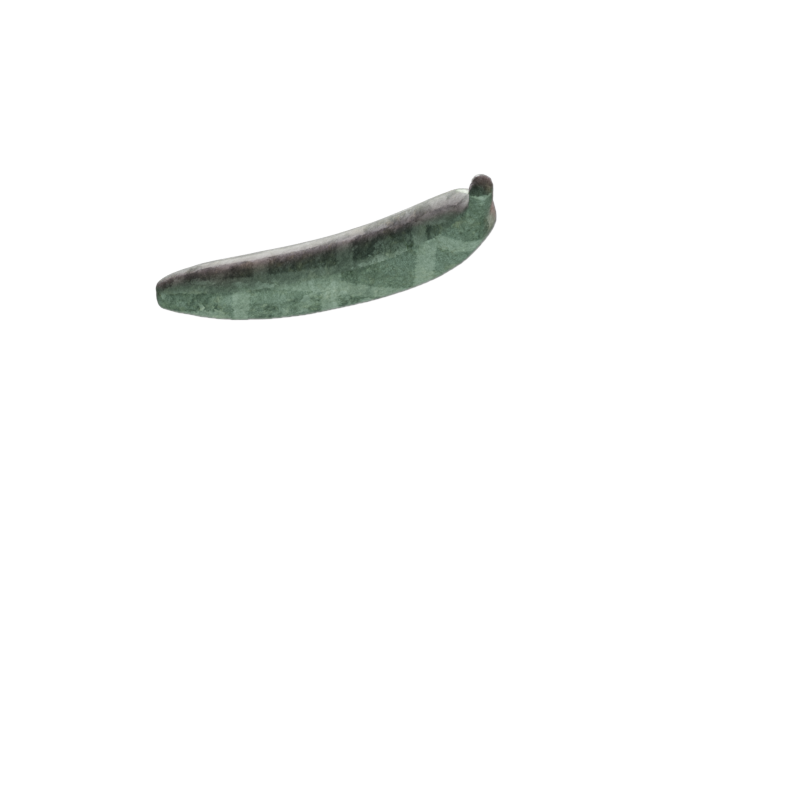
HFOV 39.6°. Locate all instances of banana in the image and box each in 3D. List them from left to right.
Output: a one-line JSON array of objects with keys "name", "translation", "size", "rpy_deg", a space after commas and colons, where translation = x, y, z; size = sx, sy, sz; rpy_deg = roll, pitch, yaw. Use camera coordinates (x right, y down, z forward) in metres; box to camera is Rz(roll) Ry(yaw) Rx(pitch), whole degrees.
[{"name": "banana", "translation": [-0.030, -0.073, 0.555], "size": [0.200, 0.039, 0.065], "rpy_deg": [-15, -29, 29]}]
